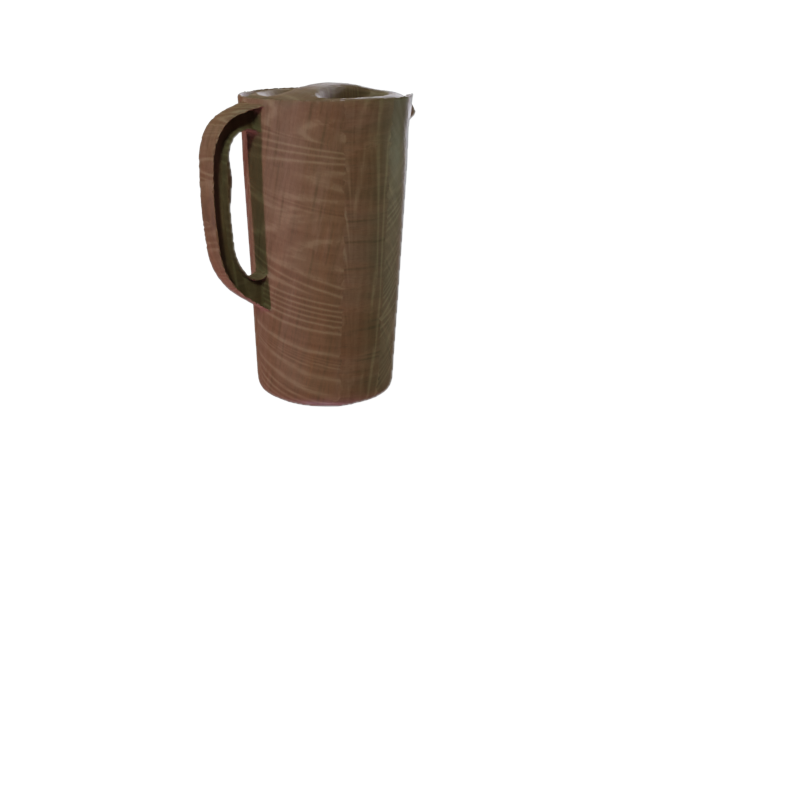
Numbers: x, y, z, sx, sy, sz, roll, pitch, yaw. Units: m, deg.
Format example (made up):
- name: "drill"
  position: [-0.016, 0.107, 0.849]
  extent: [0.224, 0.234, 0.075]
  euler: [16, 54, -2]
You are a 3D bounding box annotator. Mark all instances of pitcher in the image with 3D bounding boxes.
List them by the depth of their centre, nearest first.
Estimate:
- name: "pitcher"
  position: [-0.067, -0.123, 0.860]
  extent: [0.151, 0.236, 0.148]
  euler: [2, 14, 7]
